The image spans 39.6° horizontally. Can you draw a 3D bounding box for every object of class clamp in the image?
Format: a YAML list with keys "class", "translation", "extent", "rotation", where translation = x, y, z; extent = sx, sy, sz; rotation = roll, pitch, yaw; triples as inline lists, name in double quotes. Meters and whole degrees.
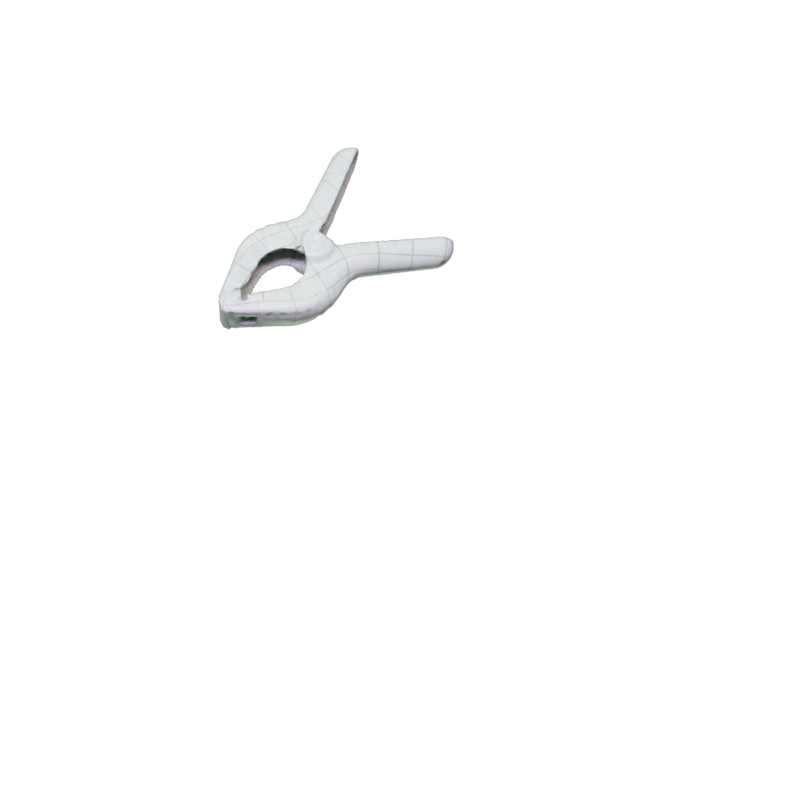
- class: "clamp"
  translation: [-0.062, -0.113, 0.789]
  extent: [0.171, 0.129, 0.037]
  rotation: [-26, -33, -19]
